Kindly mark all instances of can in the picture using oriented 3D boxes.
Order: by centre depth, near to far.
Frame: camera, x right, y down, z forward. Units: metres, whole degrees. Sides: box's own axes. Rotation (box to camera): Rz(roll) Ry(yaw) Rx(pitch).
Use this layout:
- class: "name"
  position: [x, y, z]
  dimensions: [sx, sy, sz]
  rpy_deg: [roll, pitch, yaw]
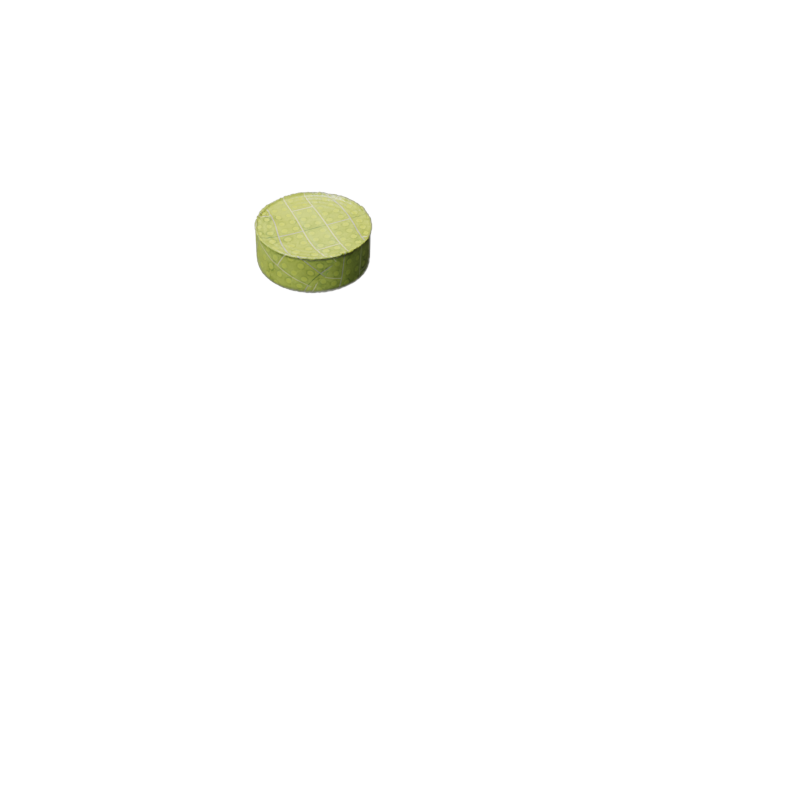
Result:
- class: "can"
  position: [-0.064, -0.116, 0.816]
  dimensions: [0.086, 0.031, 0.092]
  rpy_deg: [-1, 40, -2]
